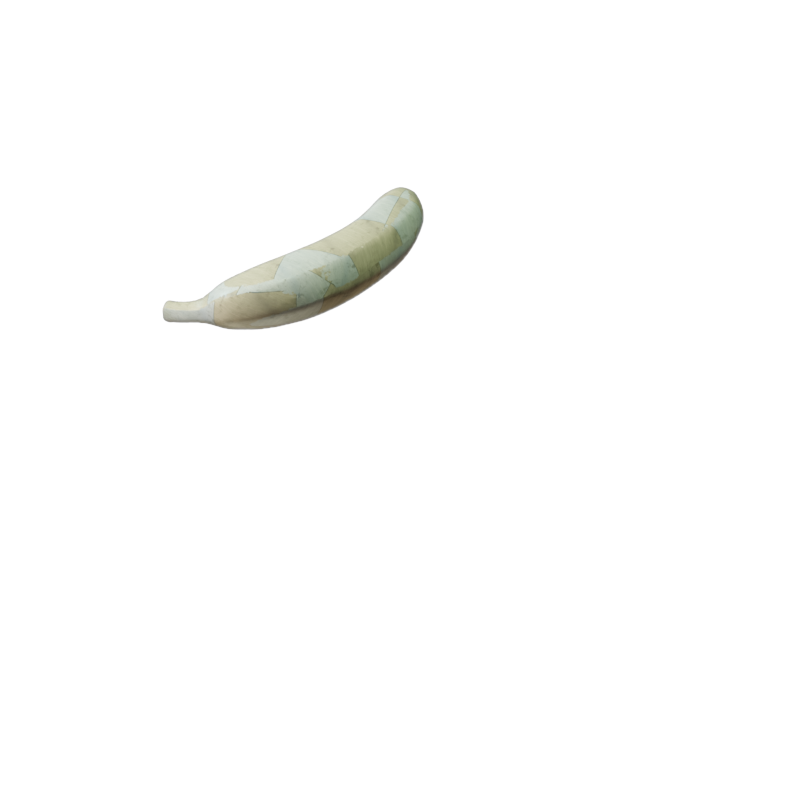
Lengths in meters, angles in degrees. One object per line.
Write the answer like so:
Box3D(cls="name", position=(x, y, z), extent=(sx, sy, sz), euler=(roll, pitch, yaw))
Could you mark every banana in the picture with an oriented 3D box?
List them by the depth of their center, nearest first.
Box3D(cls="banana", position=(-0.040, -0.084, 0.637), extent=(0.074, 0.034, 0.197), euler=(27, 42, 35))
